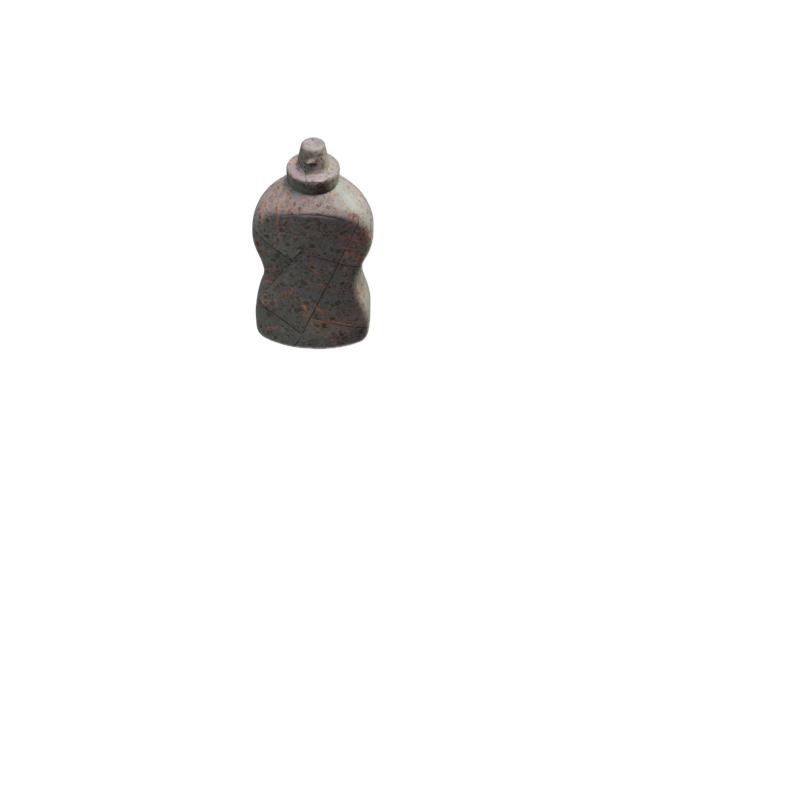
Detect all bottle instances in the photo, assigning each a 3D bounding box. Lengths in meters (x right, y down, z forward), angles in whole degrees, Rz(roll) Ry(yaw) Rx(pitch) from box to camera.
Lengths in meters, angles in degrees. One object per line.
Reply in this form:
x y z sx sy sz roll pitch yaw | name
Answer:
-0.070 -0.126 0.888 0.096 0.179 0.062 5 43 2 | bottle
